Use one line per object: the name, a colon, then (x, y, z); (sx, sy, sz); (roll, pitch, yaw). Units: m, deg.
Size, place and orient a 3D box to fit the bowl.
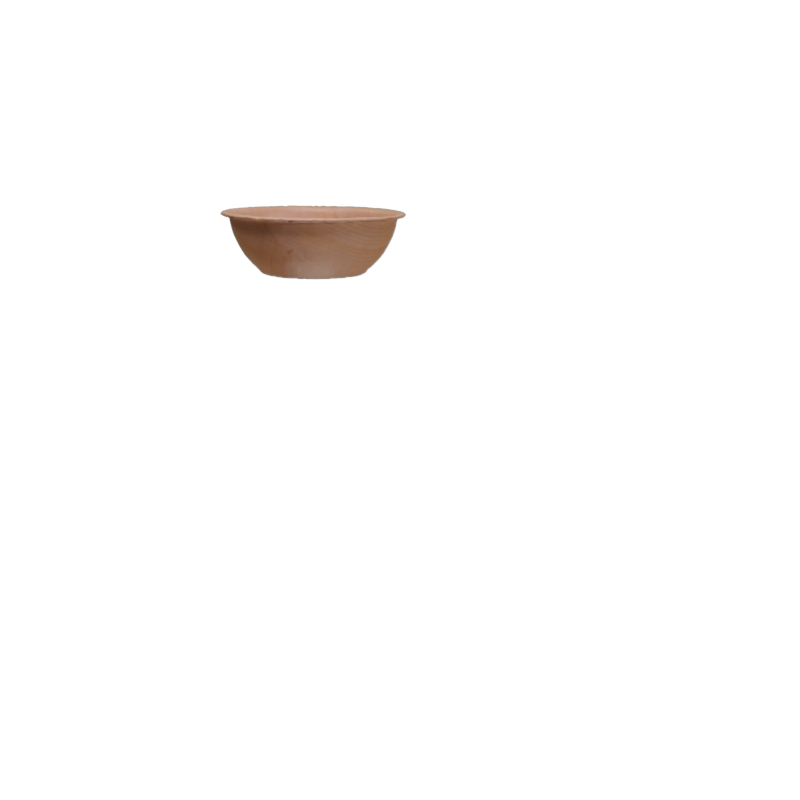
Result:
bowl: (-0.076, -0.139, 0.971); (0.162, 0.054, 0.166); (0, 13, -2)
